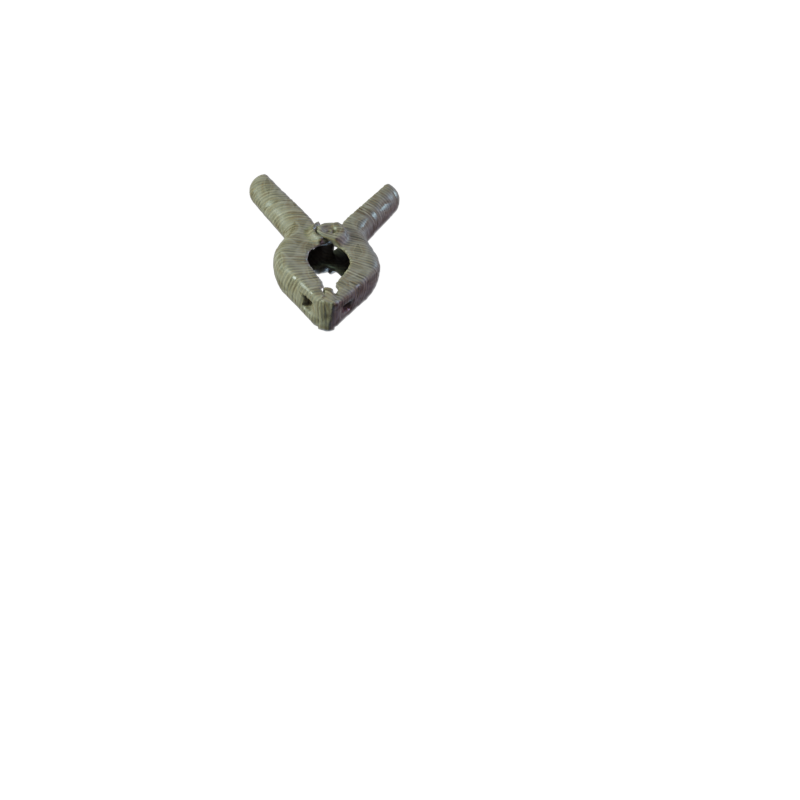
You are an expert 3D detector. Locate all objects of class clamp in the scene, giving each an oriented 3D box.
[{"bbox_3d":[-0.066,-0.120,0.844,0.121,0.037,0.182,4,39,4],"label":"clamp"}]
